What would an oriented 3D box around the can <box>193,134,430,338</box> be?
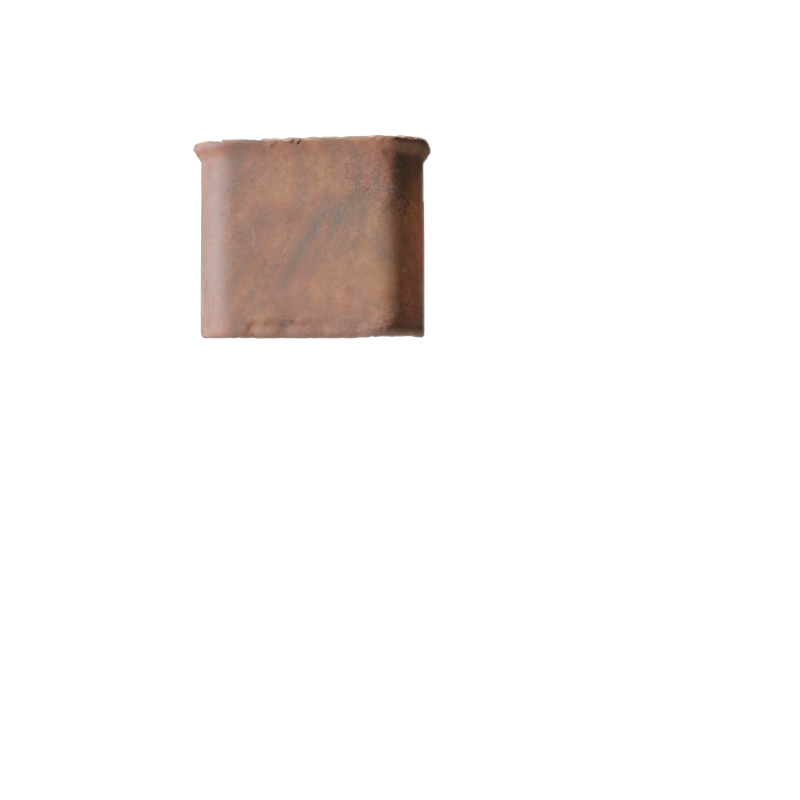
[{"bbox_3d":[-0.038,-0.069,0.484,0.103,0.084,0.057,0,-1,8],"label":"can"}]
